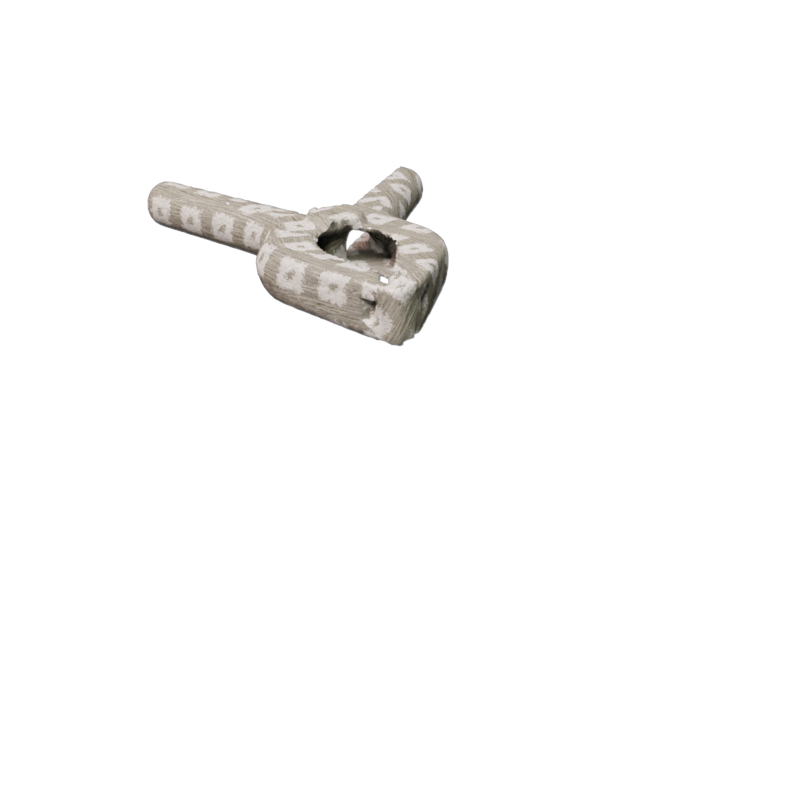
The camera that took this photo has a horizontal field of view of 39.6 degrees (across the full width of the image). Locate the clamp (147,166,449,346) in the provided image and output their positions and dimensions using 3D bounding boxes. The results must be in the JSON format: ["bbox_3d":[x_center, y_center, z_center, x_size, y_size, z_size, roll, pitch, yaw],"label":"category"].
[{"bbox_3d":[-0.045,-0.082,0.572,0.162,0.035,0.223,-5,26,-11],"label":"clamp"}]
